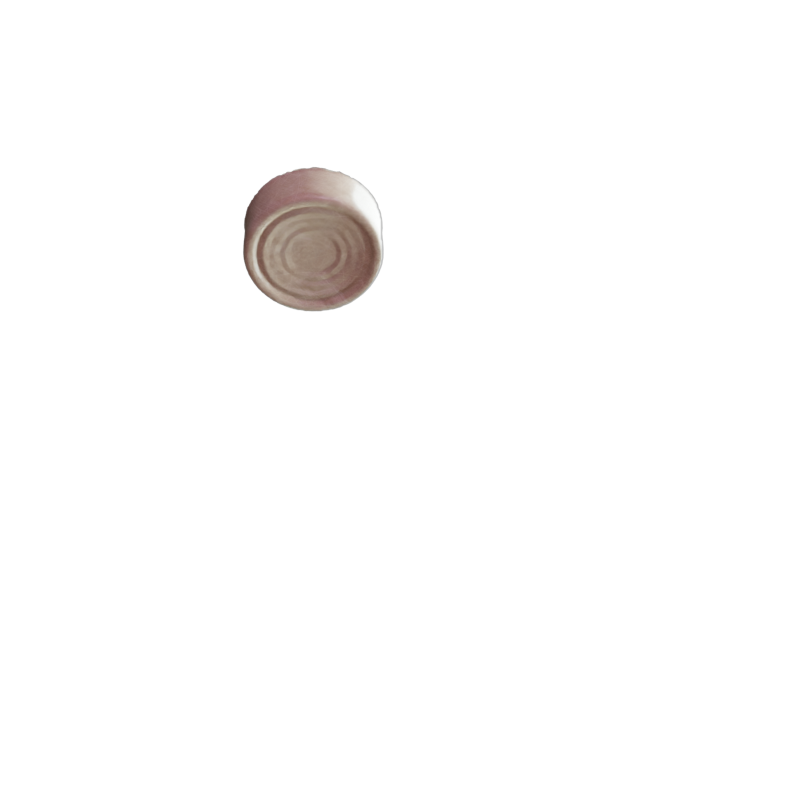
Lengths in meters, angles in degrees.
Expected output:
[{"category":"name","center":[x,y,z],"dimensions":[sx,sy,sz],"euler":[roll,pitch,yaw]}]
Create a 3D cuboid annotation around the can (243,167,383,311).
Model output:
[{"category":"can","center":[-0.053,-0.096,0.673],"dimensions":[0.086,0.080,0.036],"euler":[1,37,-1]}]
